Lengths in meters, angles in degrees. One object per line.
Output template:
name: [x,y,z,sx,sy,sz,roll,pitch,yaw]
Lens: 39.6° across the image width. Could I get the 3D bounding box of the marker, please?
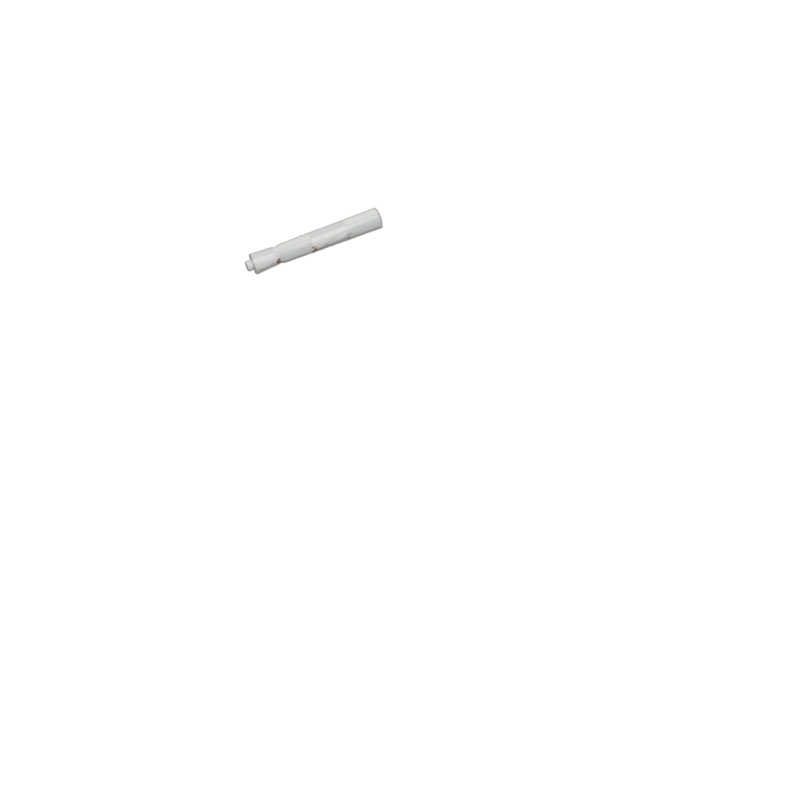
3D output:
marker: [-0.073,-0.133,0.934,0.120,0.019,0.020,-22,9,-10]
